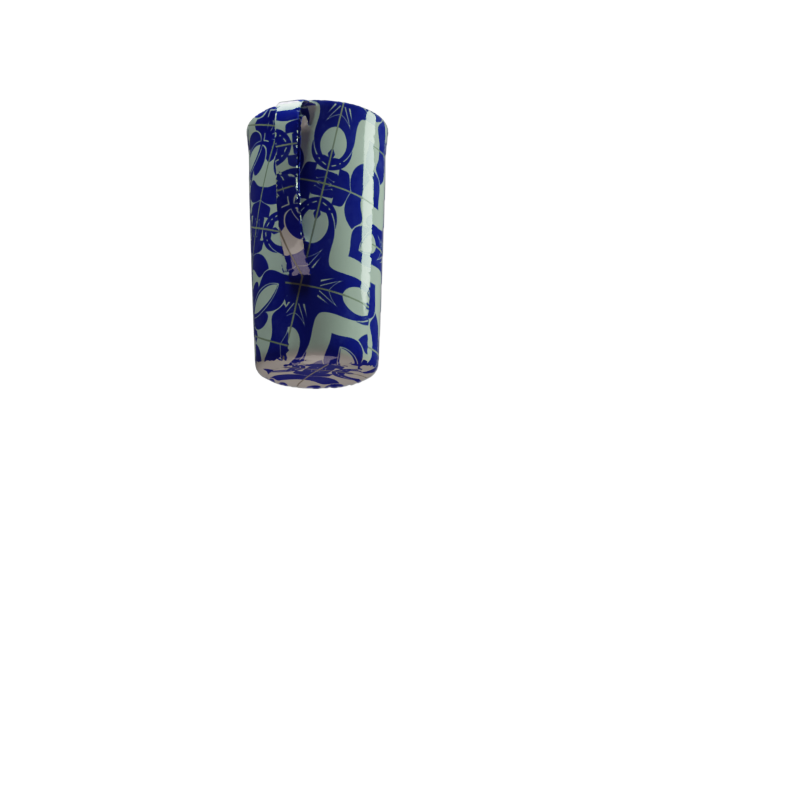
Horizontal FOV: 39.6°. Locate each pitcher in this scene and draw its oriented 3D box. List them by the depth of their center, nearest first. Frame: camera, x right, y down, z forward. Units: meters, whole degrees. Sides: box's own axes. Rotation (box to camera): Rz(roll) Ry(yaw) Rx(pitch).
[{"bbox_3d":[-0.078,-0.142,0.994,0.142,0.255,0.145,11,-22,-32],"label":"pitcher"}]
